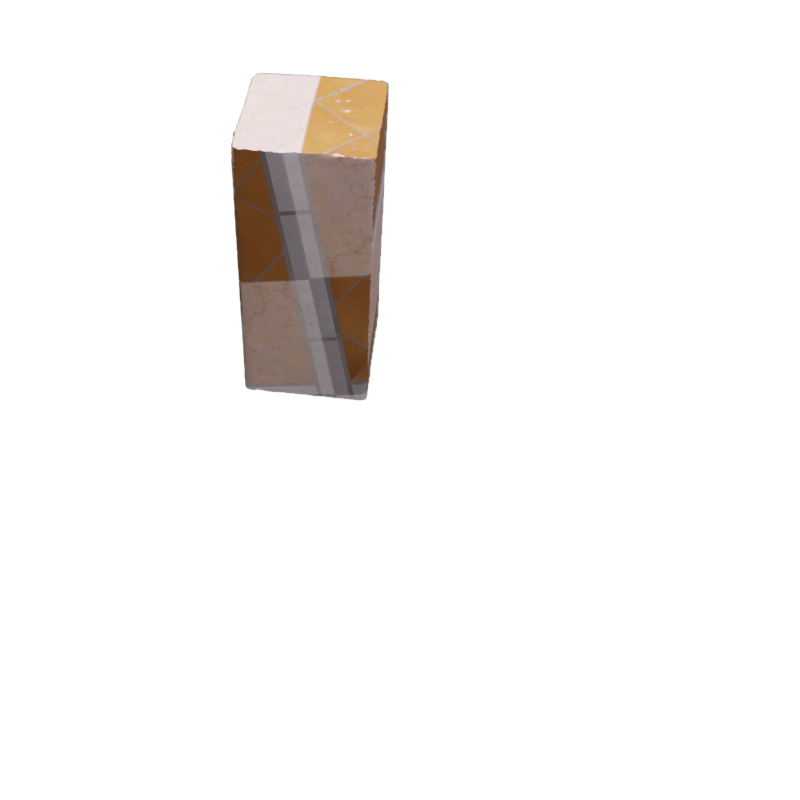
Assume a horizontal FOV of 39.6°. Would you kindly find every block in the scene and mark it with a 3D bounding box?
[{"bbox_3d":[-0.059,-0.107,0.747,0.091,0.192,0.097,5,43,2],"label":"block"}]
